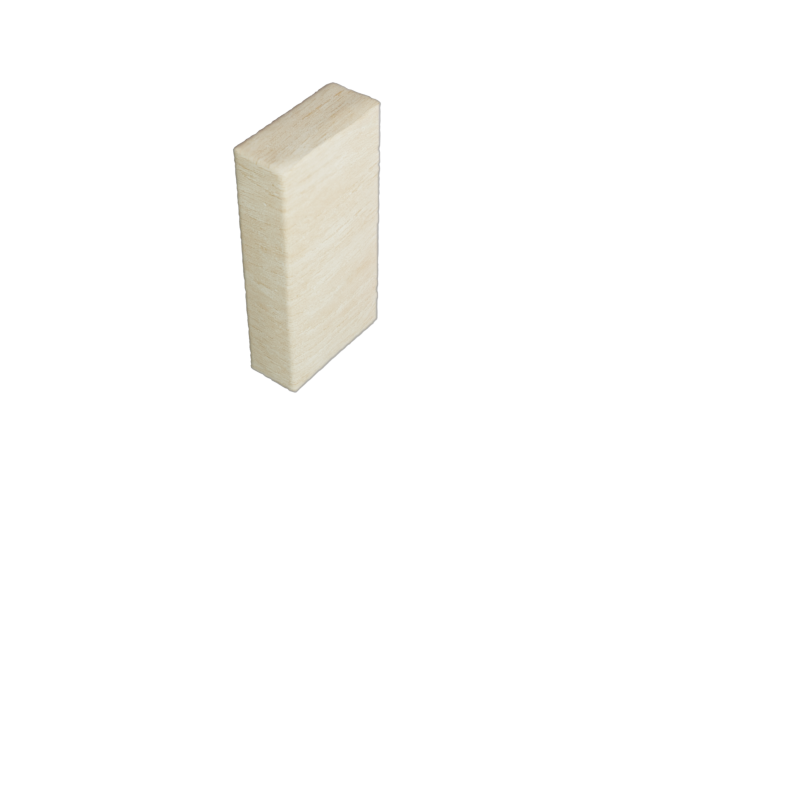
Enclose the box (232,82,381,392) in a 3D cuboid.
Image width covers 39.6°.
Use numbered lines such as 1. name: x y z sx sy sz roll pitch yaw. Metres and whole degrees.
1. box: -0.054 -0.098 0.690 0.051 0.164 0.095 29 50 23
